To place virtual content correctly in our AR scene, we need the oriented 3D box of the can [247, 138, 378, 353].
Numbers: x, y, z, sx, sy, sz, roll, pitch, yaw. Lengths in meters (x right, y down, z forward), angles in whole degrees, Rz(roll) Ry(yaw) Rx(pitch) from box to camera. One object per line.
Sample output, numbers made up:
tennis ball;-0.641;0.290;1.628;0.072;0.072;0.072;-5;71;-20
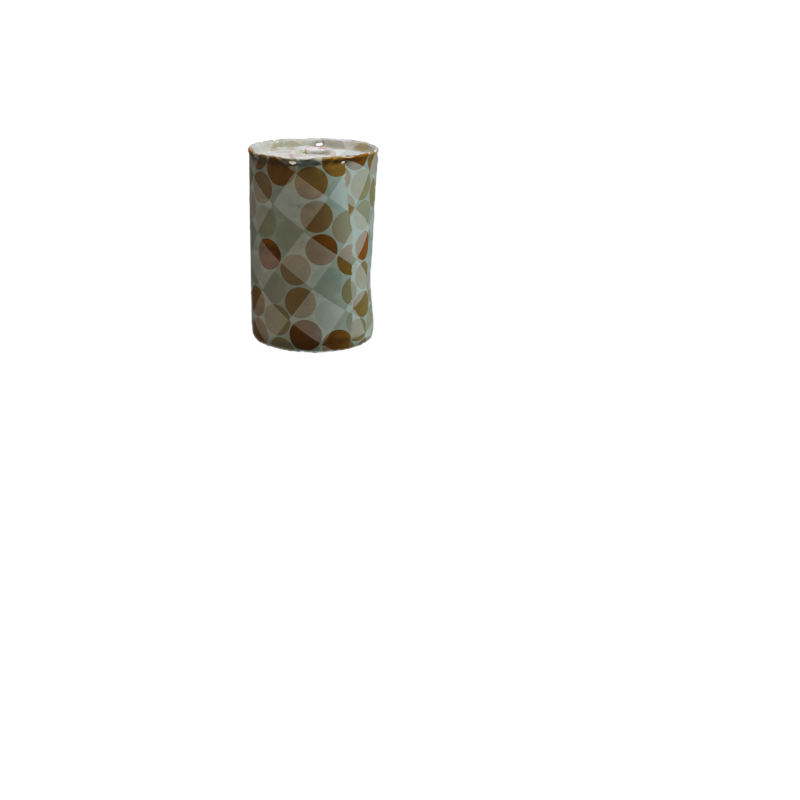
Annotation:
can;-0.046;-0.084;0.587;0.068;0.099;0.071;0;17;-2
